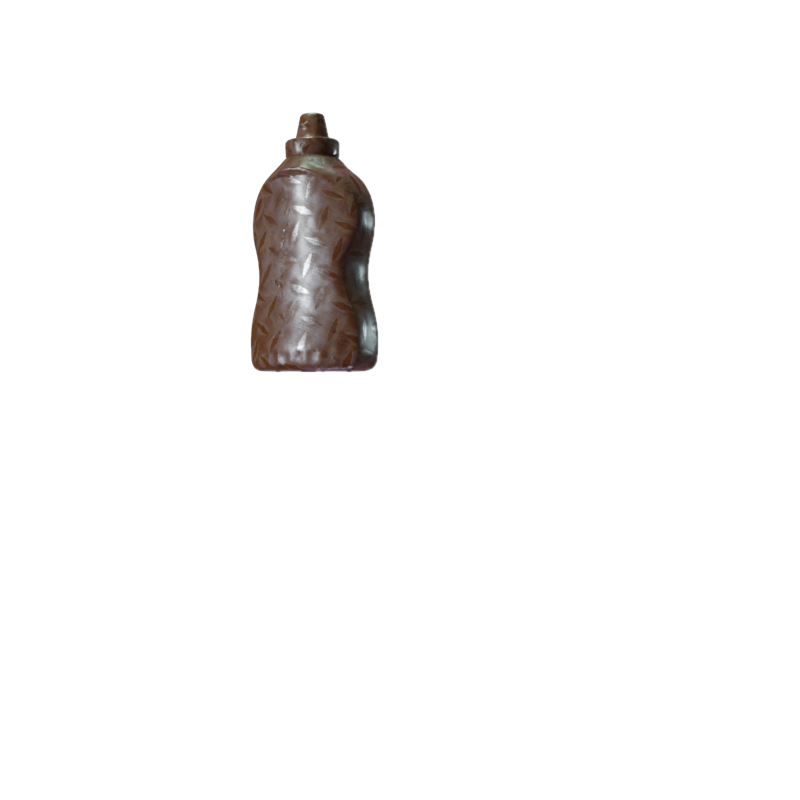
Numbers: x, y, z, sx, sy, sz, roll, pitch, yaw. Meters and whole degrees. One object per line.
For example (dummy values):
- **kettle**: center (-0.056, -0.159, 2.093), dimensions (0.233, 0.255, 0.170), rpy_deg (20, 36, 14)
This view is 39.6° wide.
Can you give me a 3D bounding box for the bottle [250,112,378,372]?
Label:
- **bottle**: center (-0.065, -0.117, 0.822), dimensions (0.099, 0.195, 0.056), rpy_deg (-4, -7, 33)
